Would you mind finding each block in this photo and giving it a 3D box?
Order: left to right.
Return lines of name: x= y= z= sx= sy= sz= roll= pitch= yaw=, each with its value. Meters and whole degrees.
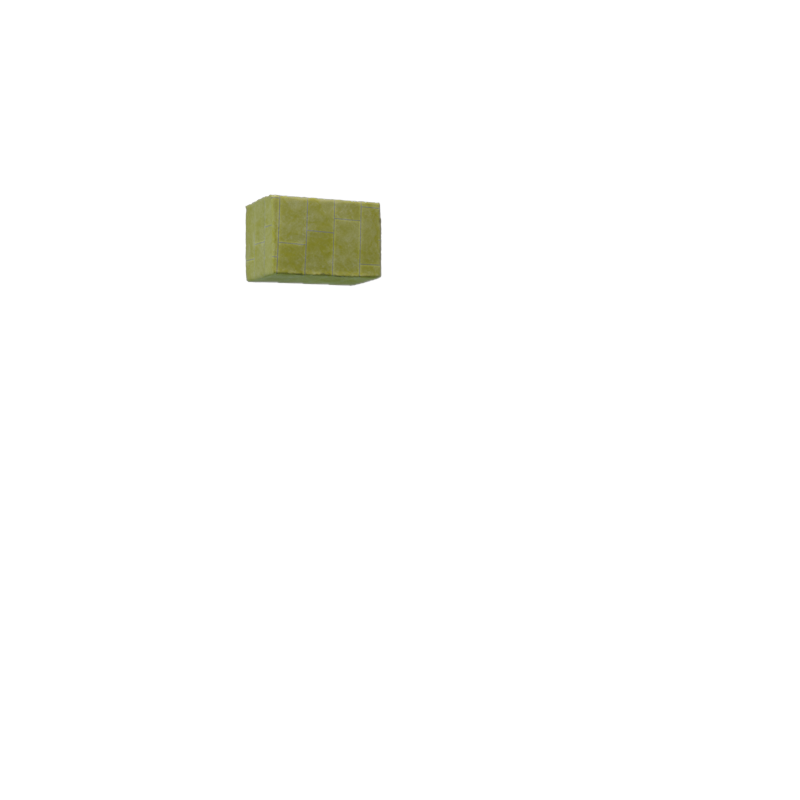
block: x=-0.057 y=-0.104 z=0.725 sx=0.076 sy=0.052 sz=0.054 roll=1 pitch=-4 yaw=-24
